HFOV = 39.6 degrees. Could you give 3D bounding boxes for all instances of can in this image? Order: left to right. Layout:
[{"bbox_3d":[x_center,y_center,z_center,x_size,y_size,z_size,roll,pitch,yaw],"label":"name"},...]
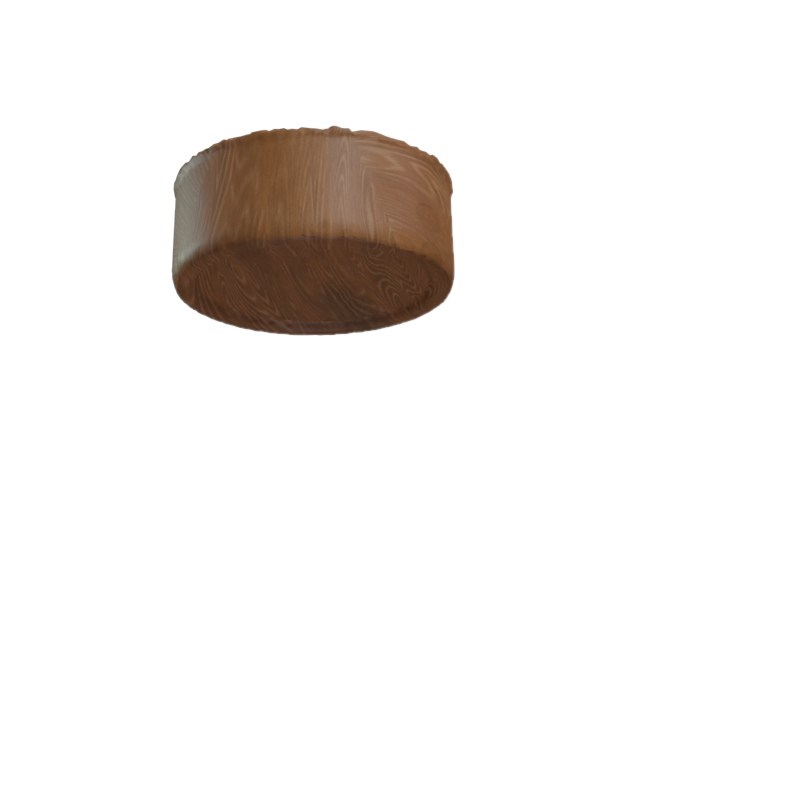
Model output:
[{"bbox_3d":[-0.026,-0.048,0.336,0.086,0.035,0.082,0,-17,-2],"label":"can"}]
